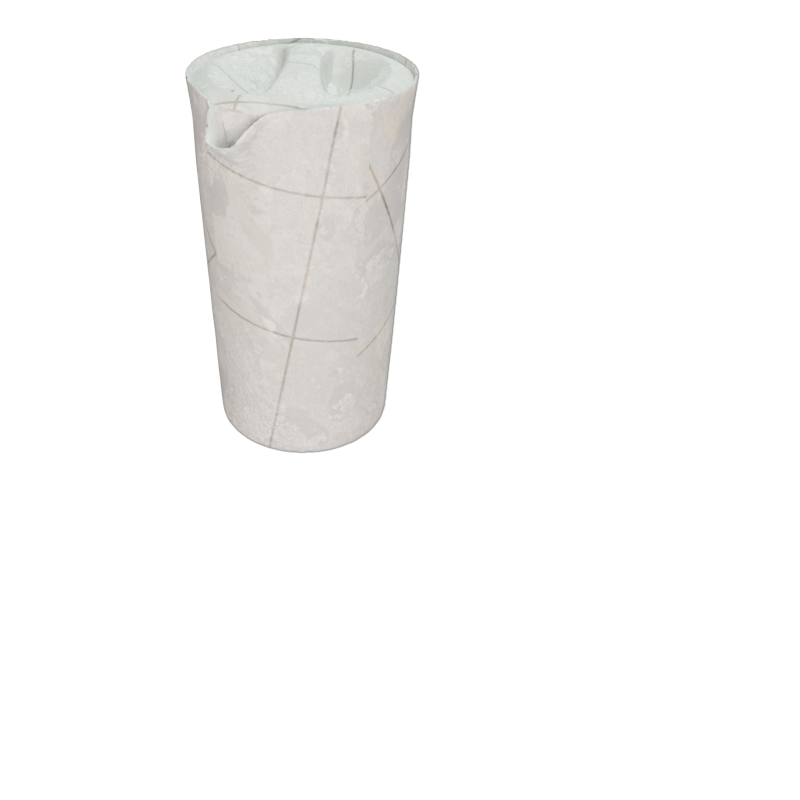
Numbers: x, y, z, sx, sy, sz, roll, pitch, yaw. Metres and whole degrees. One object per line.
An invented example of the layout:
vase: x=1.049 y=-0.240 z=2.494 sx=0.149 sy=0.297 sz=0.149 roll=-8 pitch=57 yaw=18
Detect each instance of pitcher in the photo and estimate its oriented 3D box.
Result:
pitcher: x=-0.054 y=-0.099 z=0.691 sx=0.147 sy=0.229 sz=0.156 roll=-7 pitch=31 yaw=-15
